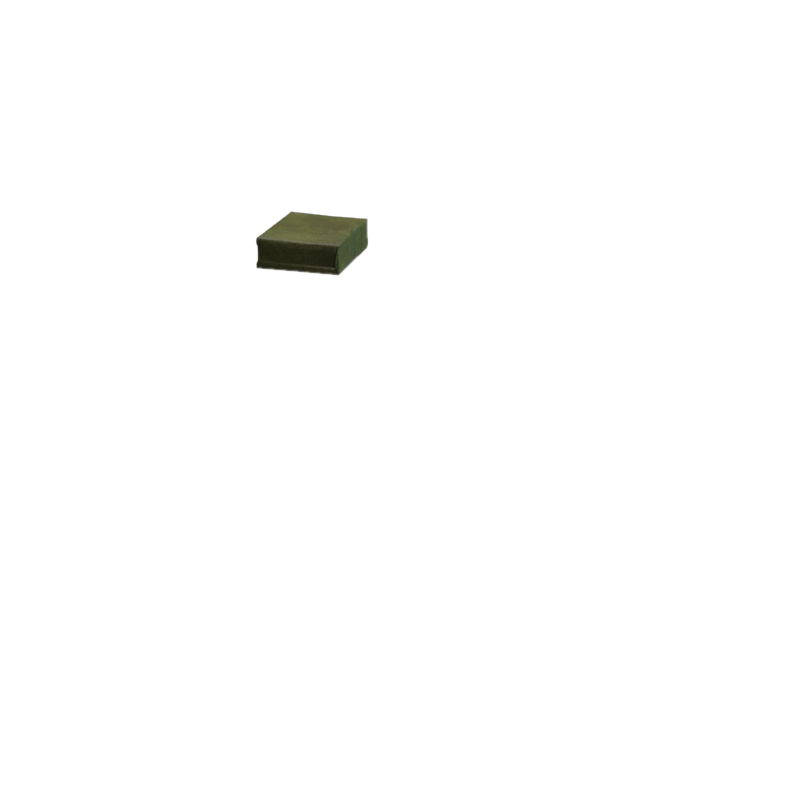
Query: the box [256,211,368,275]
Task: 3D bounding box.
[{"bbox_3d":[-0.074,-0.135,0.945,0.075,0.029,0.091,7,24,15],"label":"box"}]
